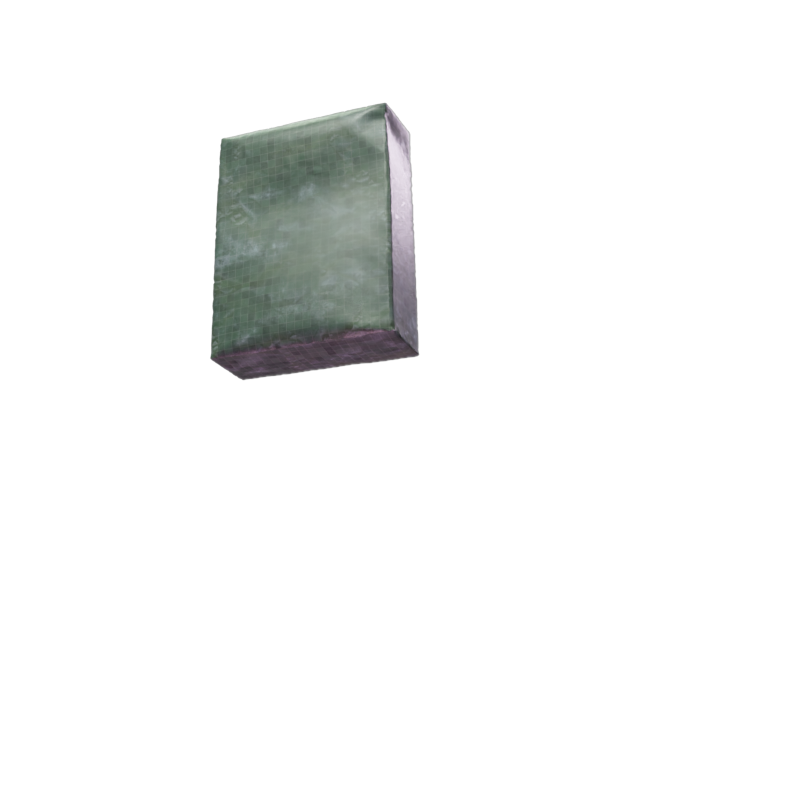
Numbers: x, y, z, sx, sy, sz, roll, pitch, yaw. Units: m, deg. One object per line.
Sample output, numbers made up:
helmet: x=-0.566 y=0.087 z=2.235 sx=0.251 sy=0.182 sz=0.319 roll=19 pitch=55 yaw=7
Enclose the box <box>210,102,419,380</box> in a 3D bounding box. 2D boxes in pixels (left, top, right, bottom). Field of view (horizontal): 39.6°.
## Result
box: x=-0.074 y=-0.136 z=0.951 sx=0.167 sy=0.225 sz=0.067 roll=-9 pitch=-24 yaw=19
